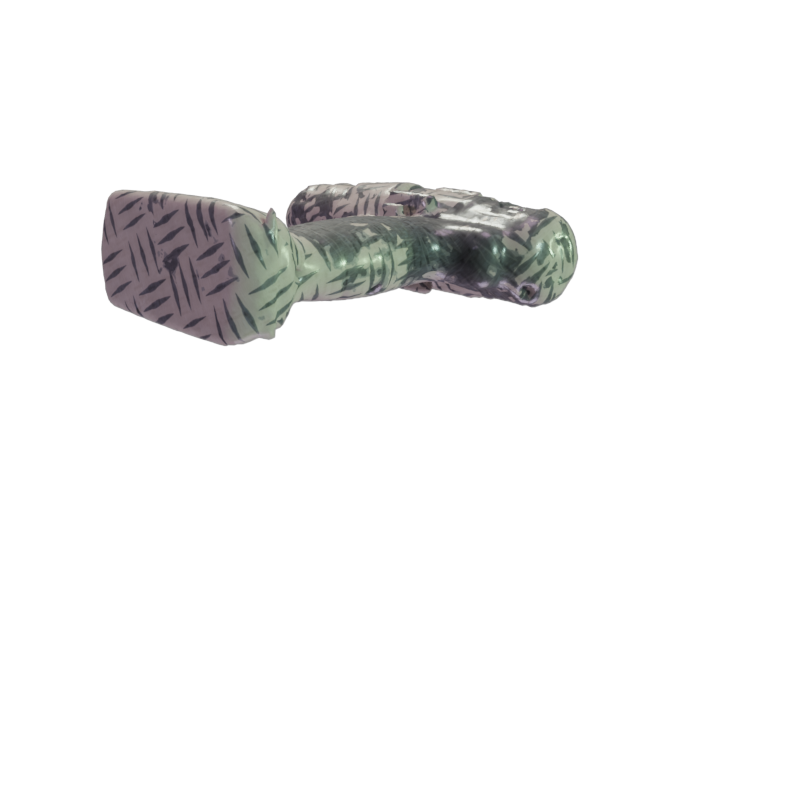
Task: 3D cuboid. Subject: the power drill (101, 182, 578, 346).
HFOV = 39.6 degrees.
[{"bbox_3d":[-0.041,-0.074,0.520,0.183,0.056,0.194,-13,20,-41],"label":"power drill"}]
